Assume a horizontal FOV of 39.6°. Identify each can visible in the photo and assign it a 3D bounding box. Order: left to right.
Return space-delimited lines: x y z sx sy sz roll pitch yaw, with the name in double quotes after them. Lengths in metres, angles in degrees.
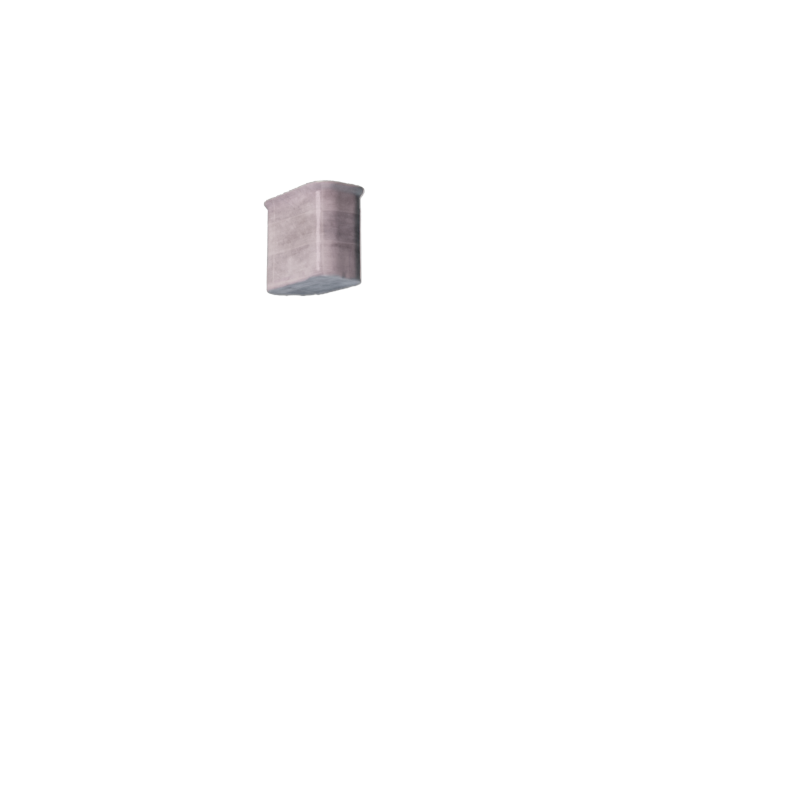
-0.076 -0.139 0.976 0.055 0.086 0.104 7 -11 -37 "can"
